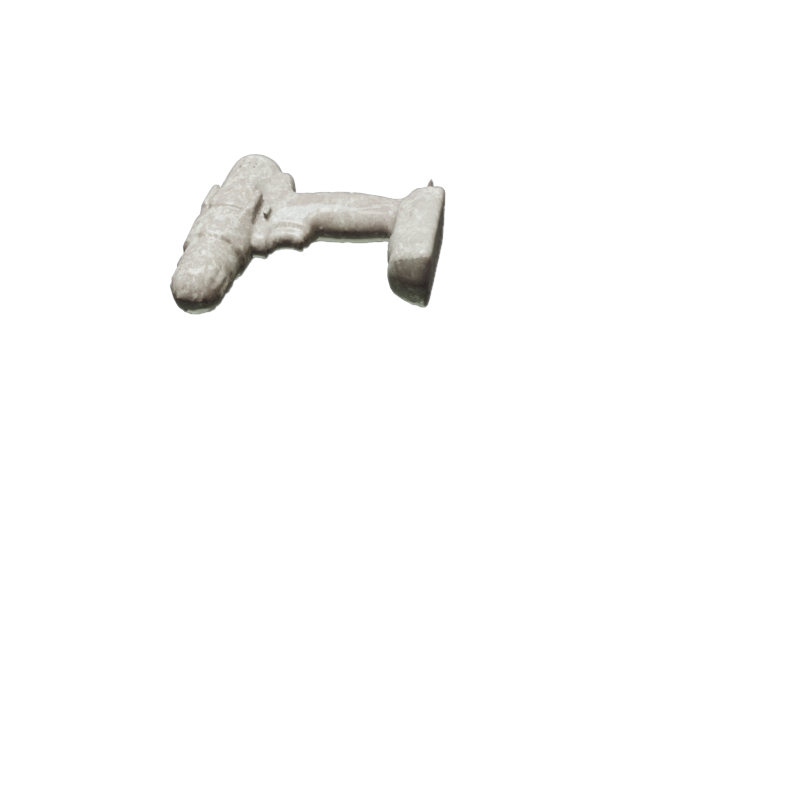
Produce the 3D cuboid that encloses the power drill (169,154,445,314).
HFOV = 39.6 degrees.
[{"bbox_3d":[-0.066,-0.120,0.838,0.191,0.053,0.195,8,42,9],"label":"power drill"}]
